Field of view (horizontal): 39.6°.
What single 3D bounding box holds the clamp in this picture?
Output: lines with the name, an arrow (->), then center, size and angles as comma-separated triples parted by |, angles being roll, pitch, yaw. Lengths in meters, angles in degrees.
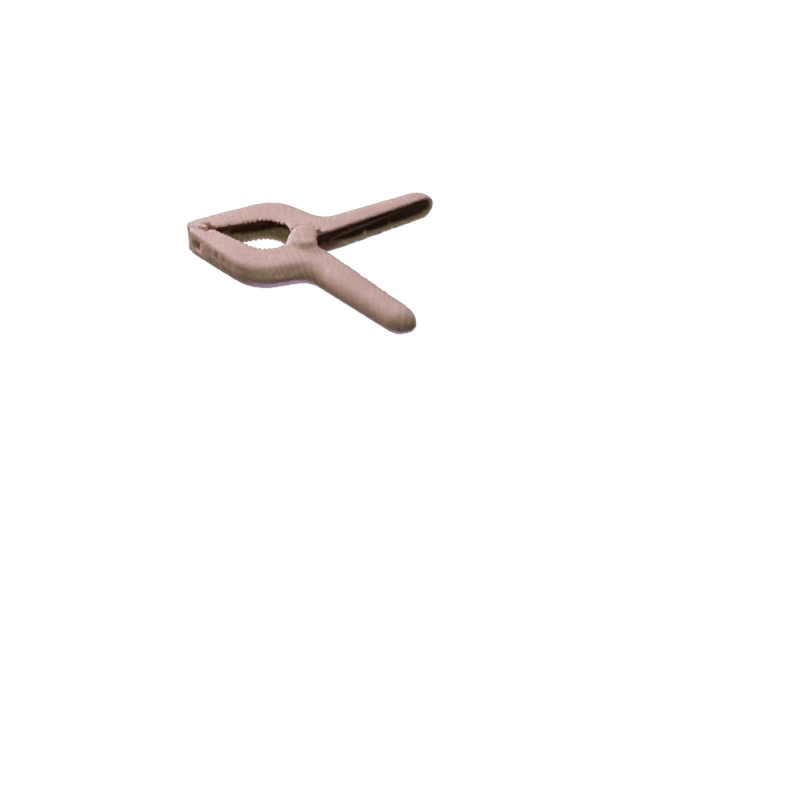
clamp -> -0.073, -0.134, 0.938 | 0.214, 0.034, 0.173 | 11, 45, 11
